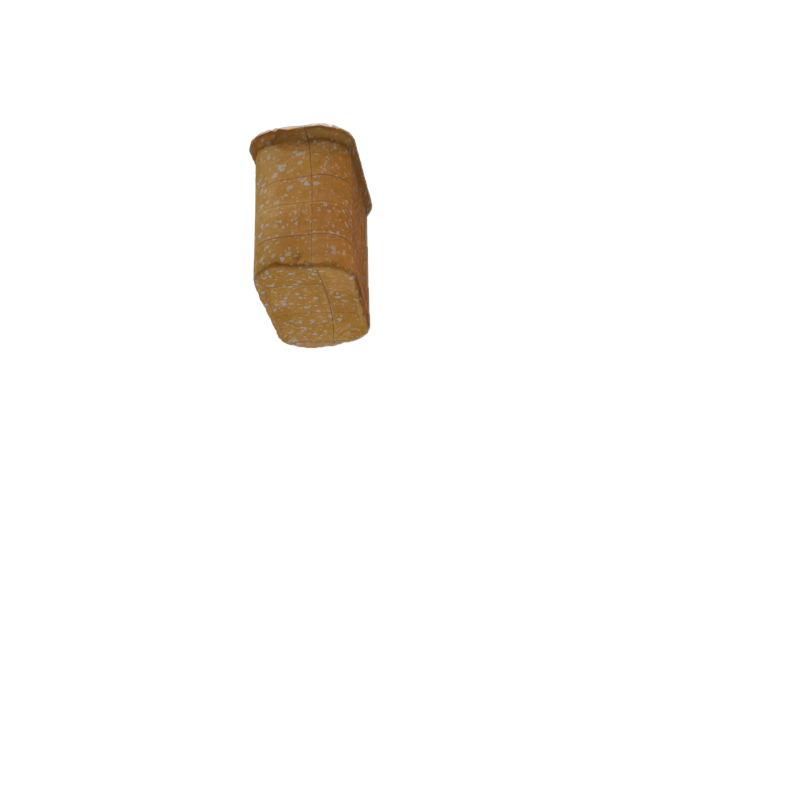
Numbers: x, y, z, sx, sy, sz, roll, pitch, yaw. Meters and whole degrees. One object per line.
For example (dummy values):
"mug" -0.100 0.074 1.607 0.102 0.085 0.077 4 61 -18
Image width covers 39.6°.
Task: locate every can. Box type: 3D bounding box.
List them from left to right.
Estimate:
"can" -0.047 -0.086 0.600 0.058 0.089 0.095 -5 -25 6
